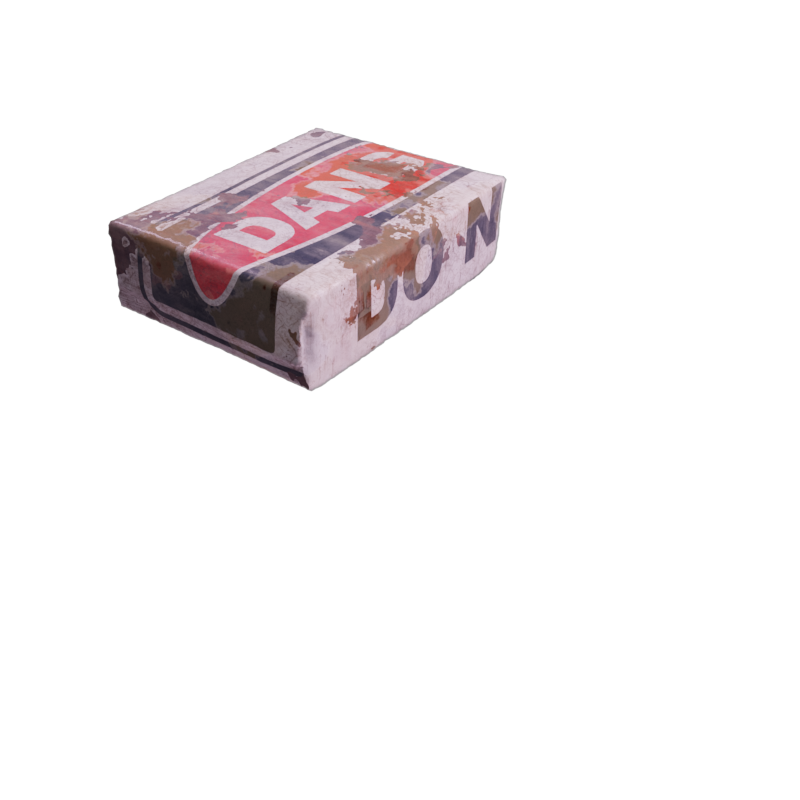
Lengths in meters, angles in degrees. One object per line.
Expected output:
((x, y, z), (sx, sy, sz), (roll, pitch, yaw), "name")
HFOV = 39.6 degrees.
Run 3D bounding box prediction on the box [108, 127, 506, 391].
((-0.030, -0.056, 0.389), (0.095, 0.037, 0.114), (22, 37, 31), "box")
